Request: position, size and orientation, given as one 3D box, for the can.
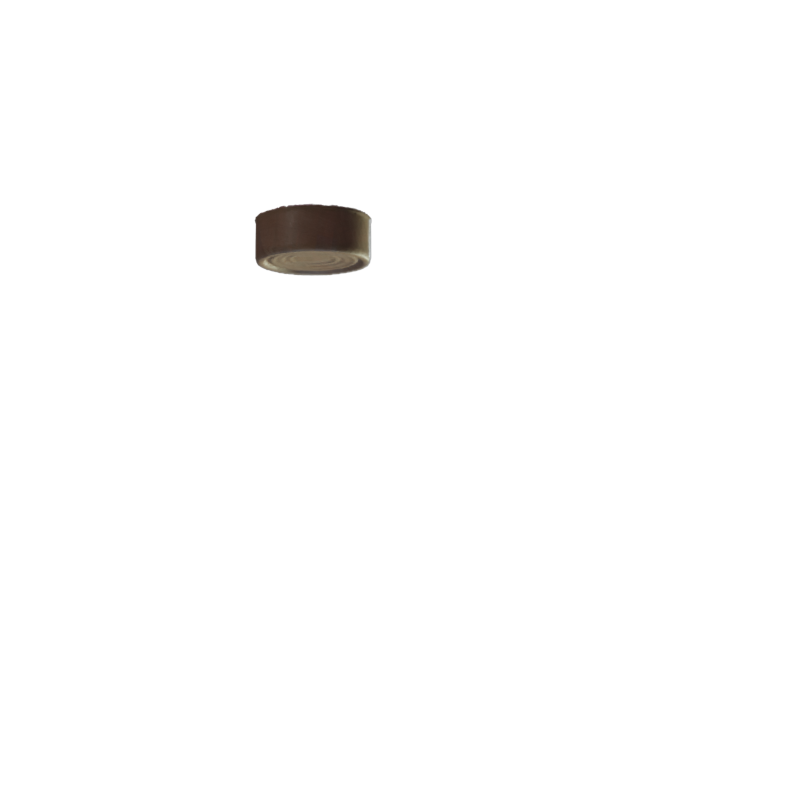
[{"bbox_3d":[-0.063,-0.115,0.808,0.086,0.034,0.084,0,-7,-2],"label":"can"}]
